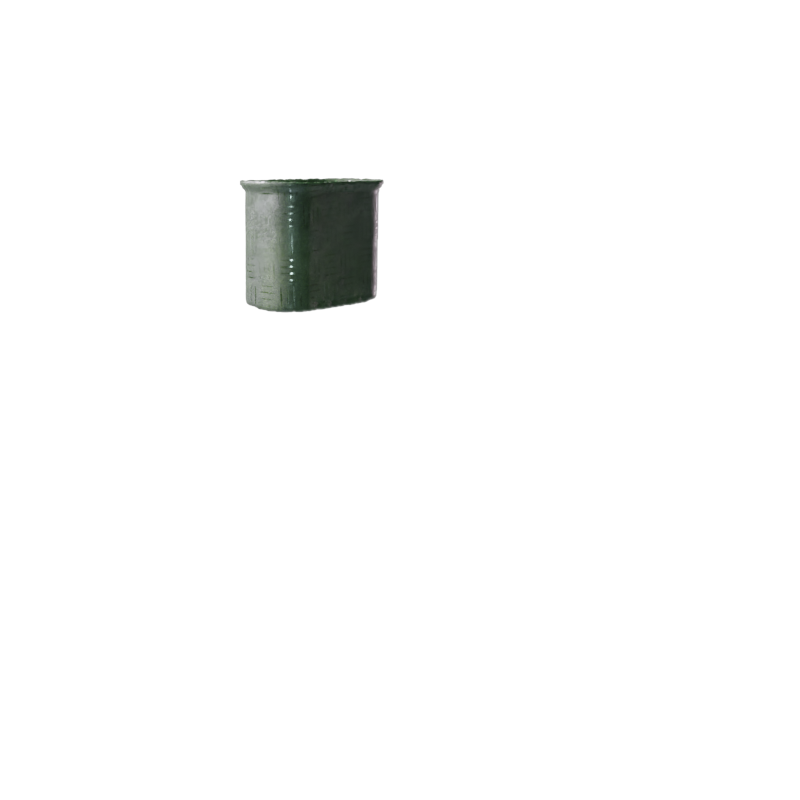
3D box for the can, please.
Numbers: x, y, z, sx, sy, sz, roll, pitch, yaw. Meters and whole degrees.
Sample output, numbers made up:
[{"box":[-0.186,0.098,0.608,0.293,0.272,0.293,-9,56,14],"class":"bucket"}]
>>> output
[{"box":[-0.058,-0.106,0.746,0.060,0.082,0.099,7,11,41],"class":"can"}]
